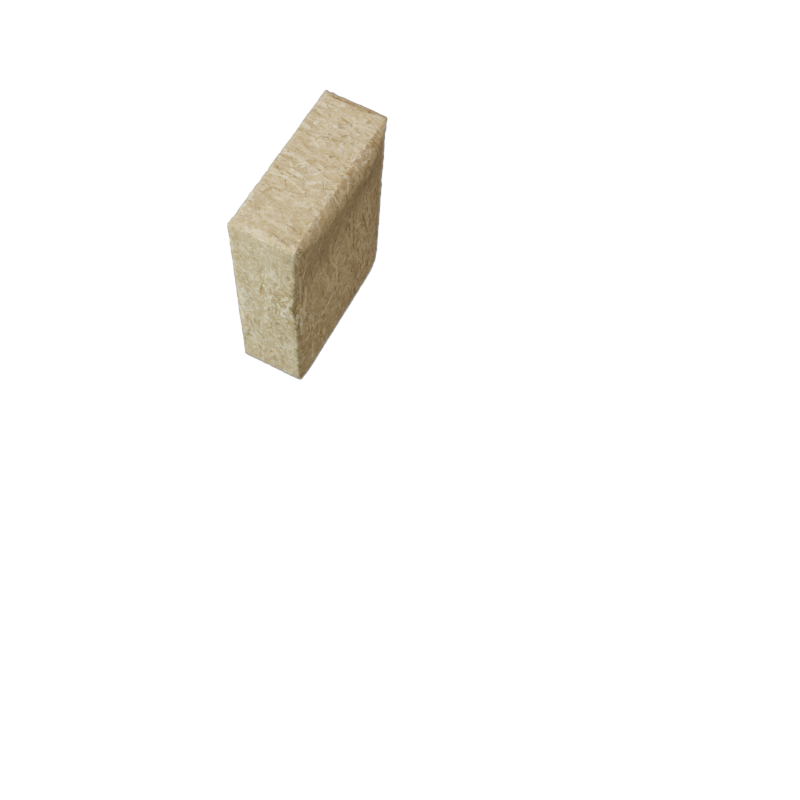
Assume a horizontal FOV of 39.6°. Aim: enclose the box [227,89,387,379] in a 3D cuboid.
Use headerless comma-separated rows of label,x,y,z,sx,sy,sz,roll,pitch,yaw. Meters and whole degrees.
box,-0.077,-0.141,0.987,0.074,0.170,0.201,25,-28,9
